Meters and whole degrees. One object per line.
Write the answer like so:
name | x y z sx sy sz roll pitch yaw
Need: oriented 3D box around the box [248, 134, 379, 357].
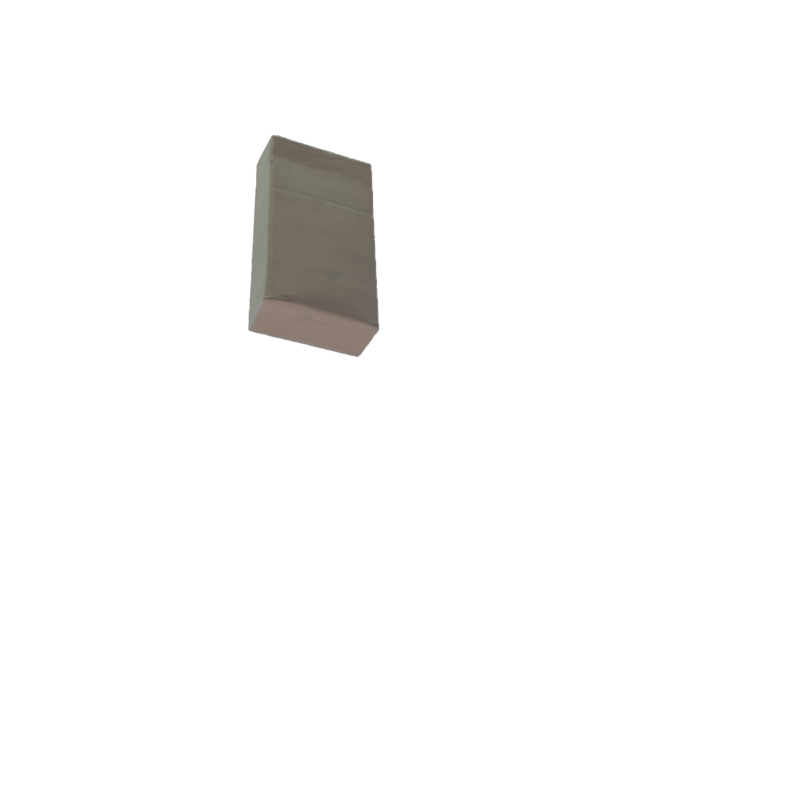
box | -0.068 -0.125 0.874 0.090 0.189 0.046 13 -43 -18
